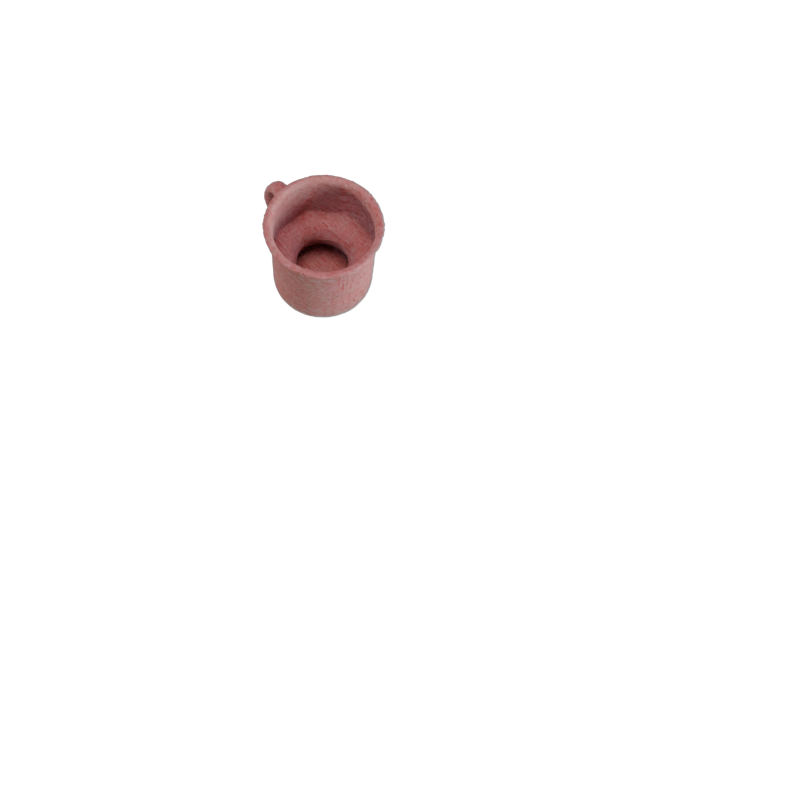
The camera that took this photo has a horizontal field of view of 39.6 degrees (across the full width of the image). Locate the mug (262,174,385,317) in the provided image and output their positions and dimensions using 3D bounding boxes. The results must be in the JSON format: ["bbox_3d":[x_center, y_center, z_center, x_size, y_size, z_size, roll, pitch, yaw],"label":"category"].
[{"bbox_3d":[-0.069,-0.126,0.881,0.094,0.123,0.077,-38,-21,-19],"label":"mug"}]
